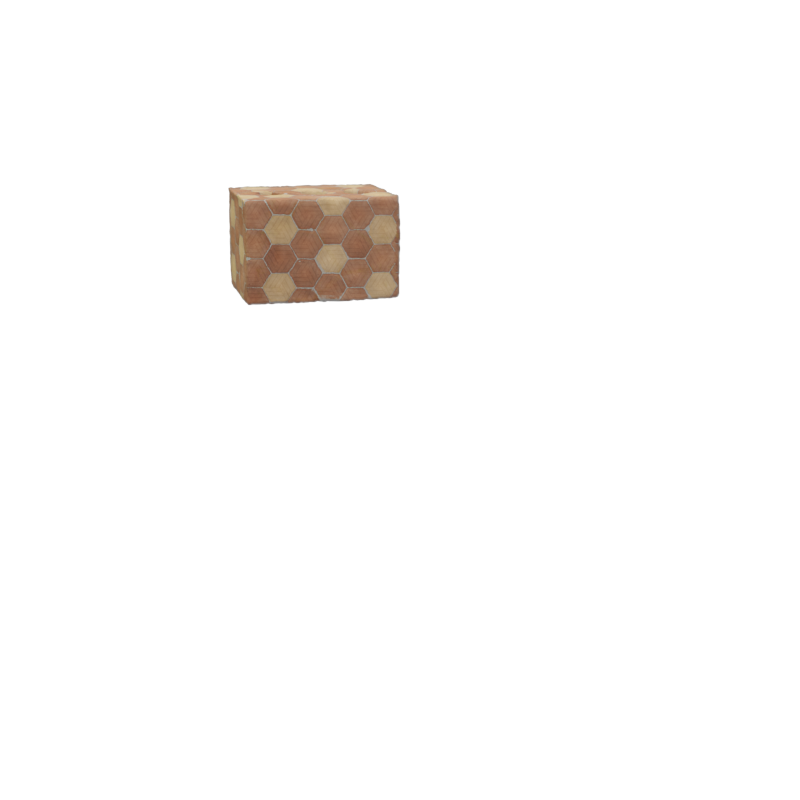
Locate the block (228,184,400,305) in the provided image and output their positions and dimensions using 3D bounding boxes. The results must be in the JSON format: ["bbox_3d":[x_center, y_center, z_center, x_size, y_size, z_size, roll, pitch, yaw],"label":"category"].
[{"bbox_3d":[-0.043,-0.079,0.550,0.077,0.050,0.055,-3,14,-14],"label":"block"}]
